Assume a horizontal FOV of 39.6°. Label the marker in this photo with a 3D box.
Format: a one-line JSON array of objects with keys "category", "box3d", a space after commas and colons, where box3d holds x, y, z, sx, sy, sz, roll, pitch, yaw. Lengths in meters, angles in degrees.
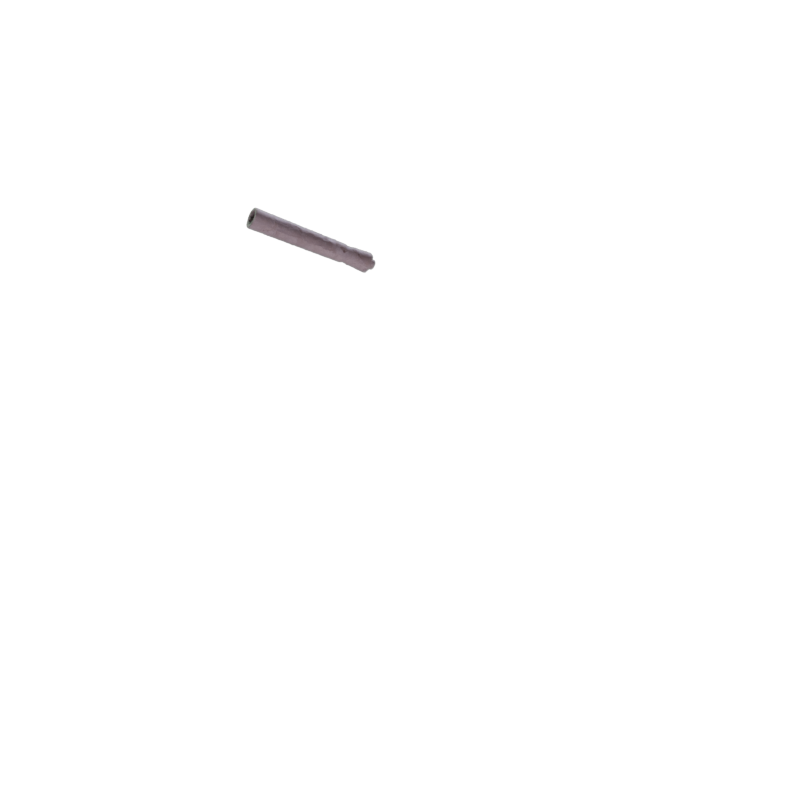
[{"category": "marker", "box3d": [-0.075, -0.137, 0.962, 0.116, 0.020, 0.020, 19, -4, -21]}]
